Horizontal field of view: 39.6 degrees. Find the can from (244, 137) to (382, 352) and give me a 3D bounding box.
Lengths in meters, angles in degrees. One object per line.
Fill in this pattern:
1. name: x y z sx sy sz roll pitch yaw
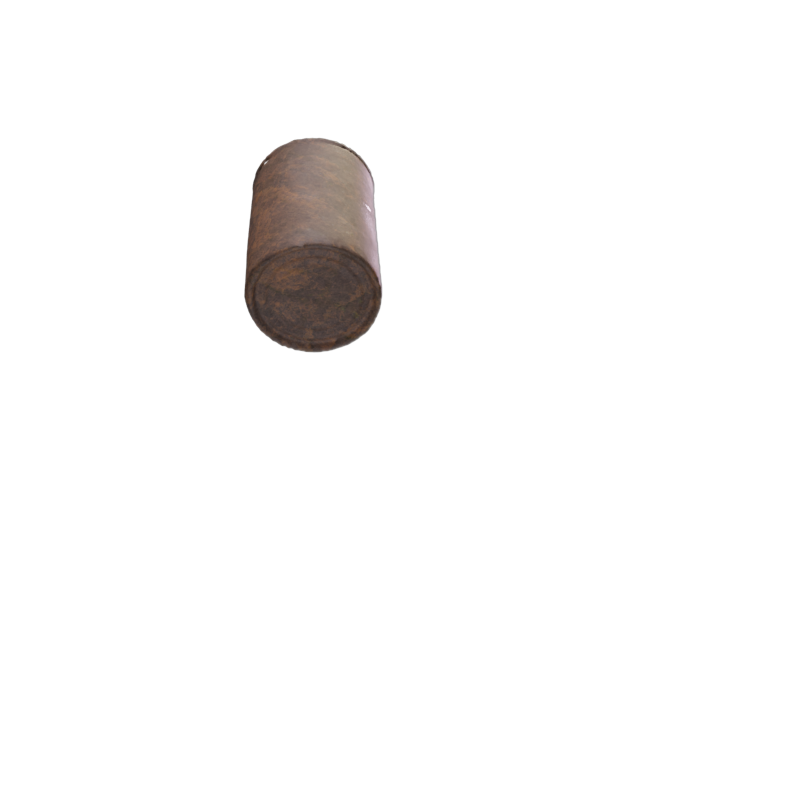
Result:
1. can: -0.045 -0.082 0.573 0.068 0.064 0.109 -1 38 -3
